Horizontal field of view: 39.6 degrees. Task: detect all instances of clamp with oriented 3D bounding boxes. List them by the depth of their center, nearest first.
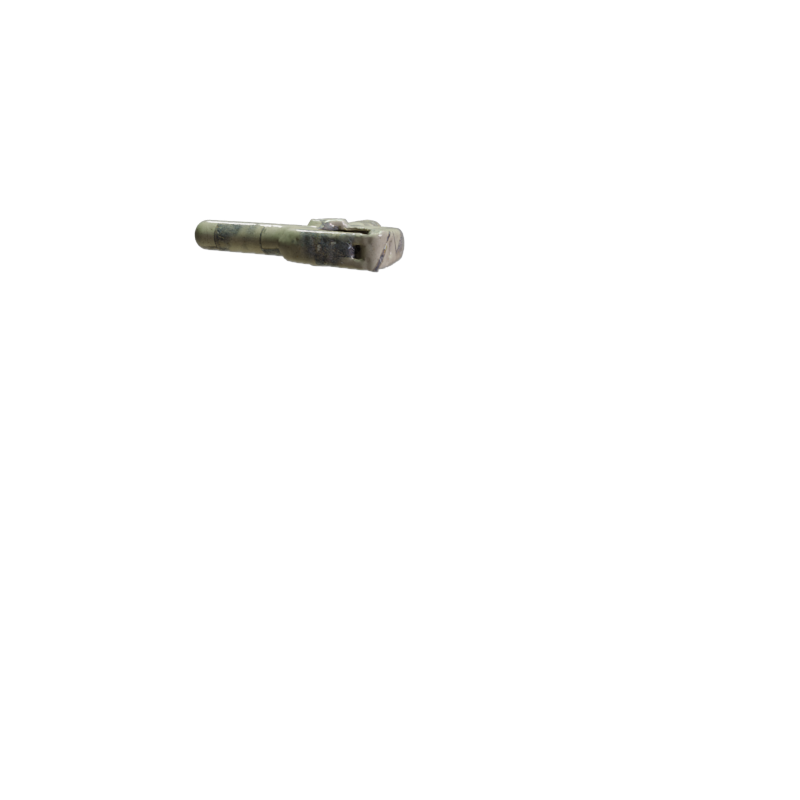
[{"bbox_3d":[-0.067,-0.122,0.855,0.162,0.036,0.218,-3,12,-15],"label":"clamp"}]
